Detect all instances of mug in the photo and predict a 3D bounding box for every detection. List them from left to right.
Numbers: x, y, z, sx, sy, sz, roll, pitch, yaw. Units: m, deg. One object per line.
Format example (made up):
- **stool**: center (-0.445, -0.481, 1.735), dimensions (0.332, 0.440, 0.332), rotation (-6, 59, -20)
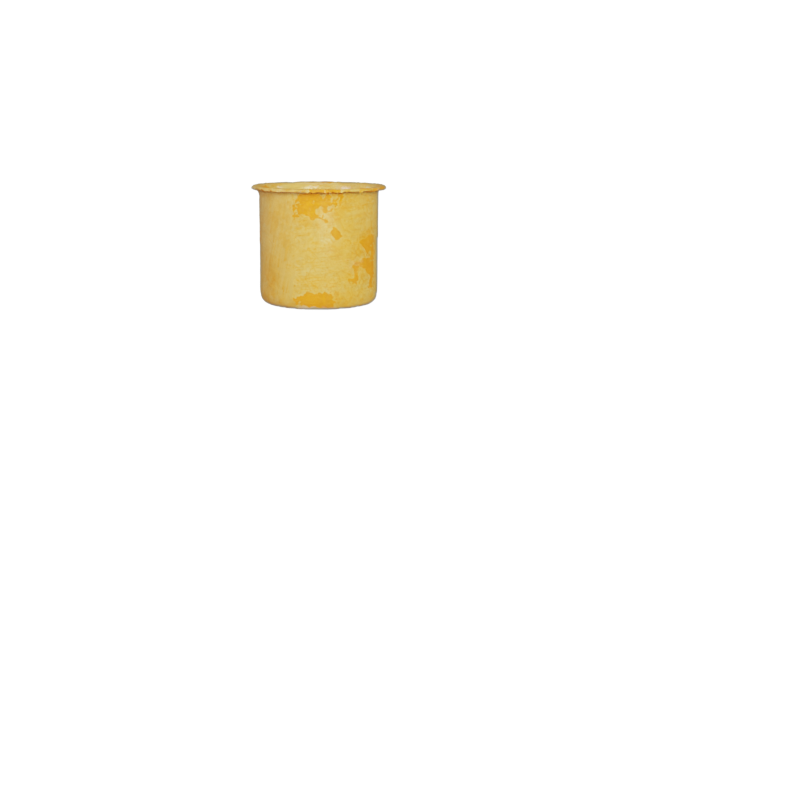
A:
- **mug**: center (-0.061, -0.111, 0.779), dimensions (0.091, 0.080, 0.123), rotation (-4, 13, -21)
